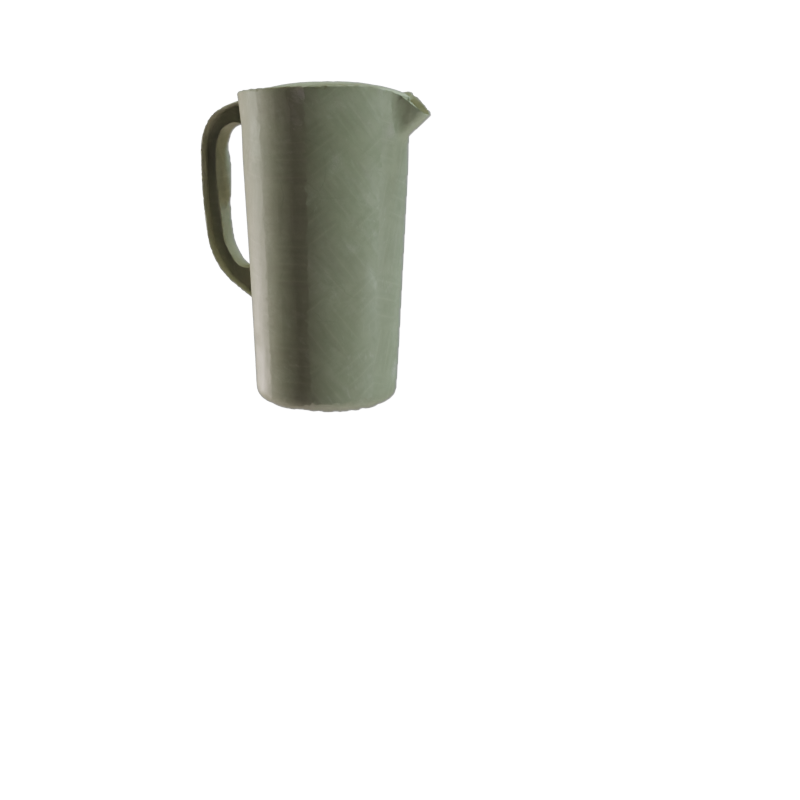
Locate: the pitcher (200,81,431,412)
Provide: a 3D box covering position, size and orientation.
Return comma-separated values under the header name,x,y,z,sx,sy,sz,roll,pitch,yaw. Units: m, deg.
name,x,y,z,sx,sy,sz,roll,pitch,yaw
pitcher,-0.067,-0.121,0.850,0.141,0.240,0.155,-2,7,-22
